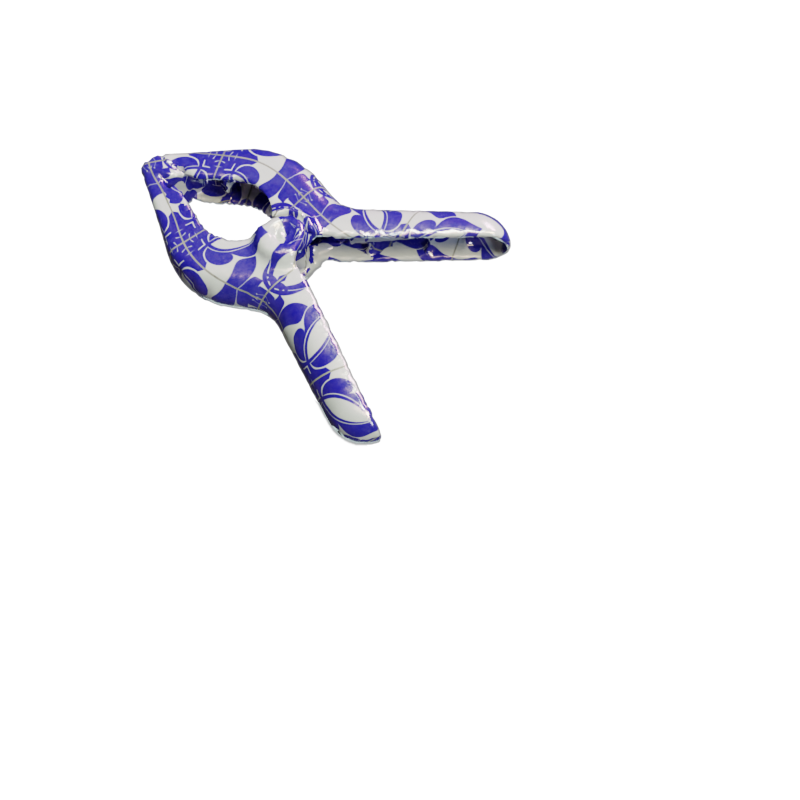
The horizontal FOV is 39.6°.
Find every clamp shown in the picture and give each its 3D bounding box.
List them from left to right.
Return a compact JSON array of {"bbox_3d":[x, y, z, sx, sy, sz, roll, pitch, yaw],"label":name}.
[{"bbox_3d":[-0.040,-0.072,0.506,0.180,0.122,0.037,39,-24,20],"label":"clamp"}]
